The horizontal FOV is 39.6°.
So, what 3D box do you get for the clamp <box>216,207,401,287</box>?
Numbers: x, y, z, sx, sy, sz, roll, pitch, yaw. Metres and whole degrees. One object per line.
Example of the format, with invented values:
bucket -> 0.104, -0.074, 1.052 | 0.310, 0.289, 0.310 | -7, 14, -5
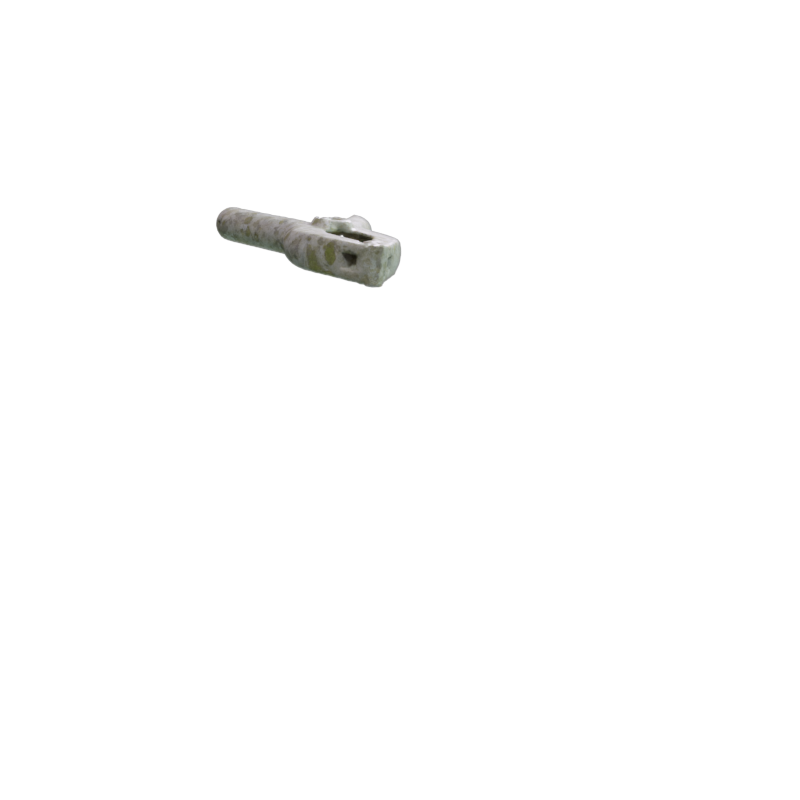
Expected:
clamp -> -0.060, -0.109, 0.766 | 0.118, 0.038, 0.179 | -4, 15, -14
